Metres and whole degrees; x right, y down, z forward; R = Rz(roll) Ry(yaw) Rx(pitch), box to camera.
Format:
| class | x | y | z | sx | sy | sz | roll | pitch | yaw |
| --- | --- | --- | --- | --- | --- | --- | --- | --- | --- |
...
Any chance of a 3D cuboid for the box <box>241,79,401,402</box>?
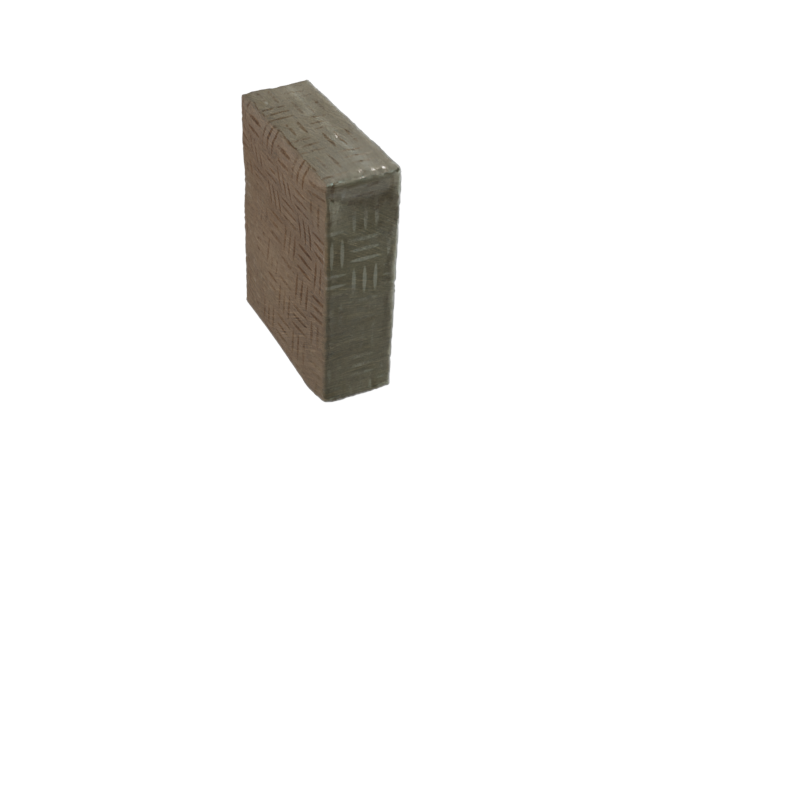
| class | x | y | z | sx | sy | sz | roll | pitch | yaw |
| --- | --- | --- | --- | --- | --- | --- | --- | --- | --- |
| box | -0.072 | -0.131 | 0.915 | 0.071 | 0.200 | 0.178 | -16 | 41 | -23 |
